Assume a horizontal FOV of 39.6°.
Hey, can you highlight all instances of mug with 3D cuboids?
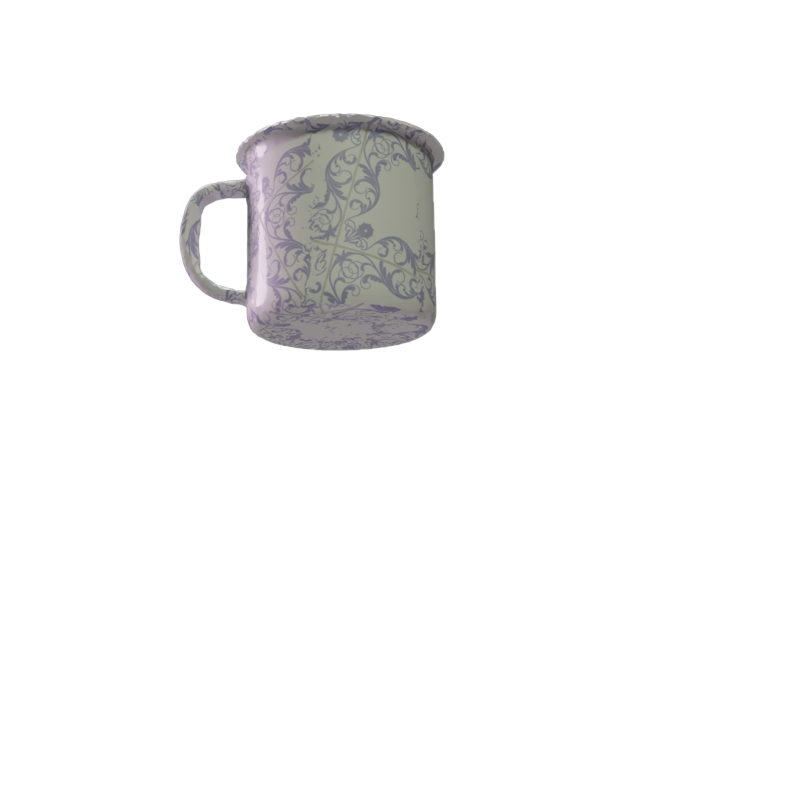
[{"bbox_3d":[-0.038,-0.069,0.484,0.117,0.085,0.090,0,-14,-3],"label":"mug"}]
